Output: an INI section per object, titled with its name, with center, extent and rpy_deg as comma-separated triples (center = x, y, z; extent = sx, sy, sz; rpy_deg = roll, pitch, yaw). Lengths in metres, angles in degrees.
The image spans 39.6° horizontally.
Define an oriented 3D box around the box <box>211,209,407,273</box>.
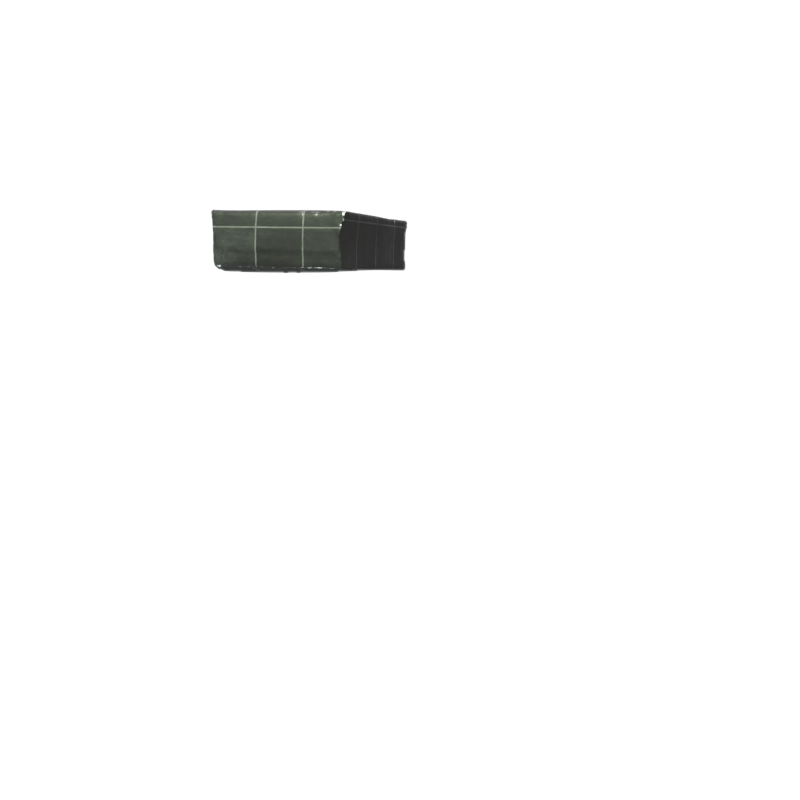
[box]
center = -0.055, -0.101, 0.705
extent = 0.092, 0.039, 0.111
rpy_deg = 3, 8, 21
